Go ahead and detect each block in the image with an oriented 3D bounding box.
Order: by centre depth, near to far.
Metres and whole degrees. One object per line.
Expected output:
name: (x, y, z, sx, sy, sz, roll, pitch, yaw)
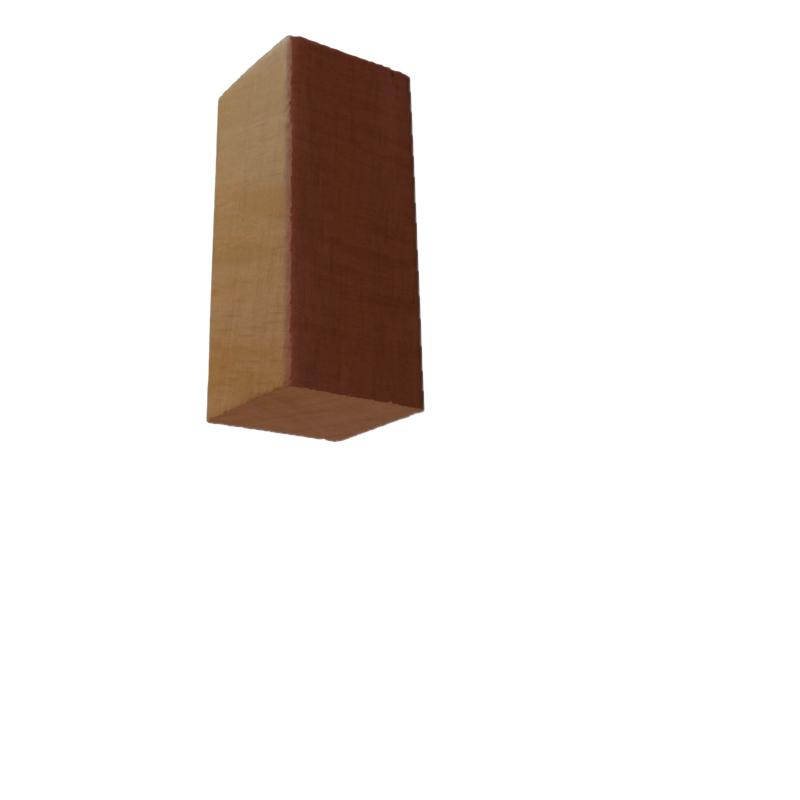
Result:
block: (-0.050, -0.092, 0.640, 0.086, 0.217, 0.090, 13, -26, -33)
